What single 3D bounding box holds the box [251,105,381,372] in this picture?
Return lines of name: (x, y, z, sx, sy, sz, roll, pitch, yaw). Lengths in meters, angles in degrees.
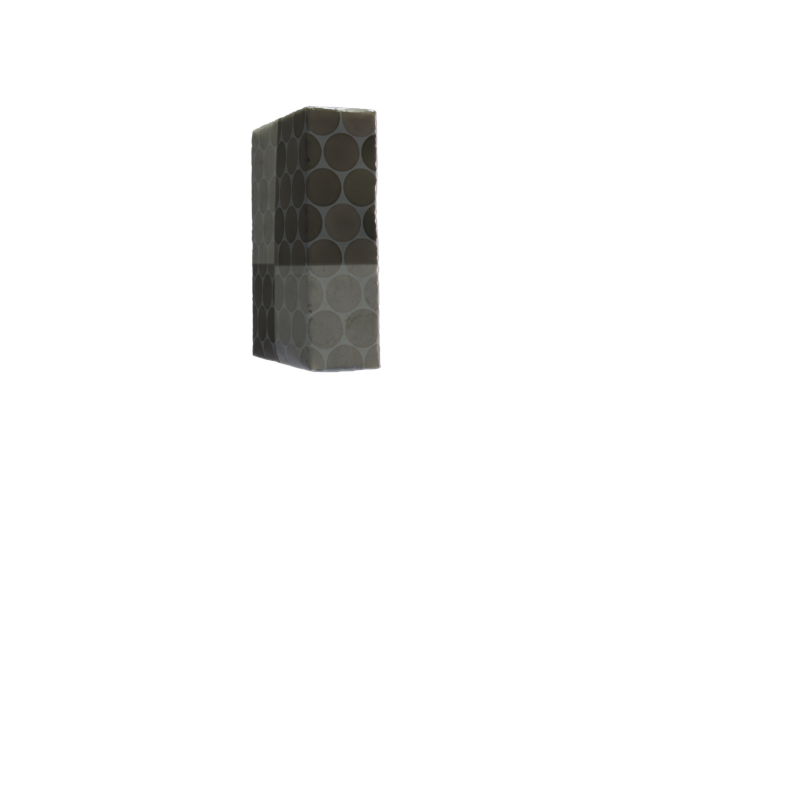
box: (-0.076, -0.138, 0.967, 0.070, 0.214, 0.169, 0, 1, -23)
